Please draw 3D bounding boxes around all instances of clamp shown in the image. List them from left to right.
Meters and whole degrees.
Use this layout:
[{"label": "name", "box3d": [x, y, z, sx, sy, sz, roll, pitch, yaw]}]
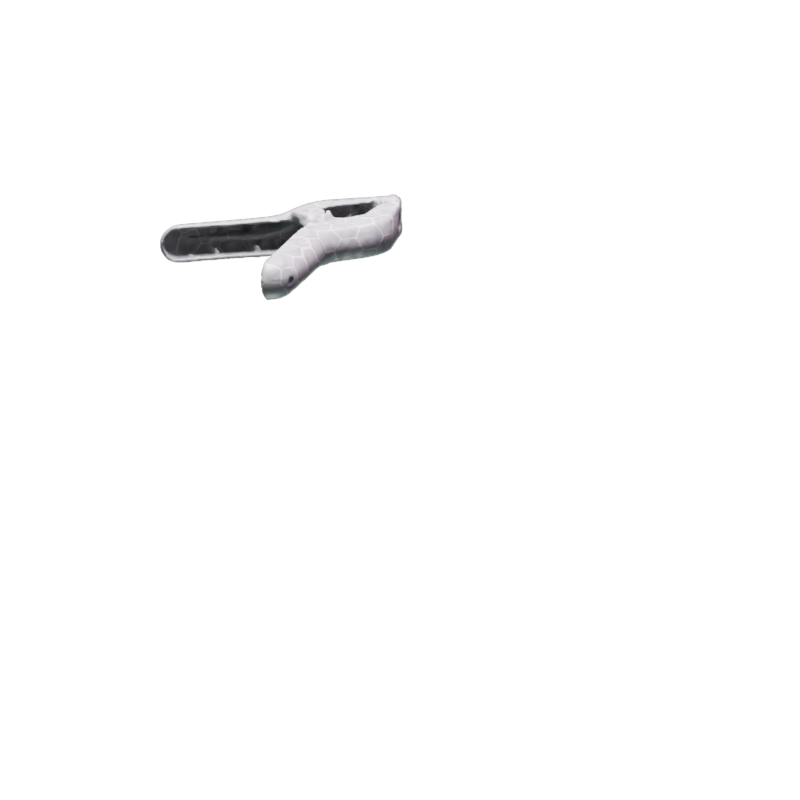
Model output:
[{"label": "clamp", "box3d": [-0.057, -0.103, 0.724, 0.169, 0.037, 0.129, -19, 35, -29]}]
